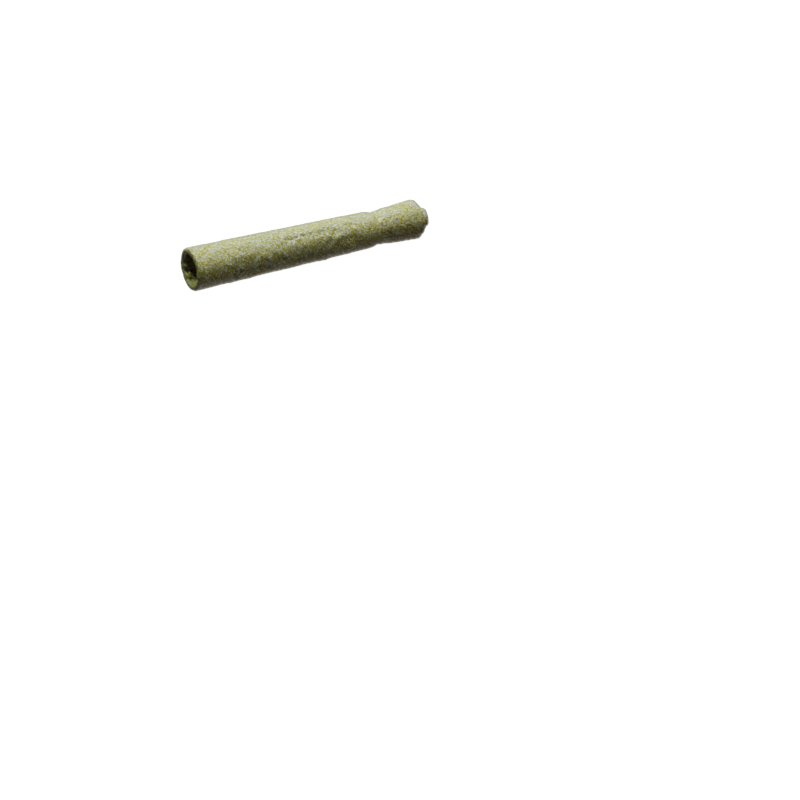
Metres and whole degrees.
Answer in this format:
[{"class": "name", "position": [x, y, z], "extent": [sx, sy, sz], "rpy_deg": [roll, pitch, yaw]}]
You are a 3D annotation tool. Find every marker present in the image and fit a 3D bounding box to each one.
[{"class": "marker", "position": [-0.039, -0.070, 0.492], "extent": [0.119, 0.019, 0.020], "rpy_deg": [-17, 12, -29]}]
